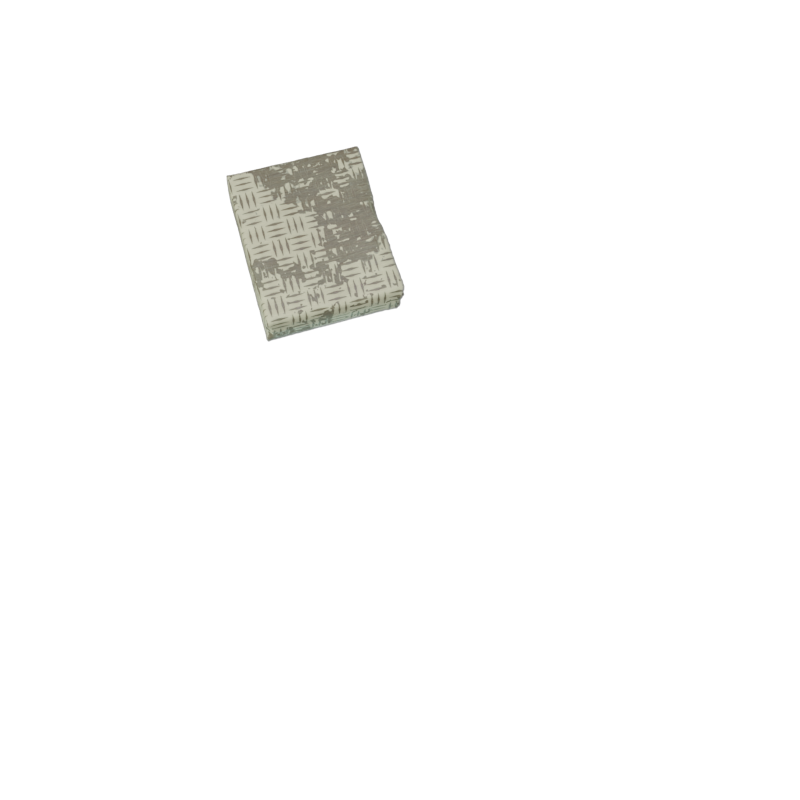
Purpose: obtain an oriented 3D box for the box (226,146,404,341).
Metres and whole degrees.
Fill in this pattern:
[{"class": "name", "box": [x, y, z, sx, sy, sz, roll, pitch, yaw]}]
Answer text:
[{"class": "box", "box": [-0.045, -0.083, 0.580, 0.073, 0.094, 0.029, -14, -22, -7]}]
